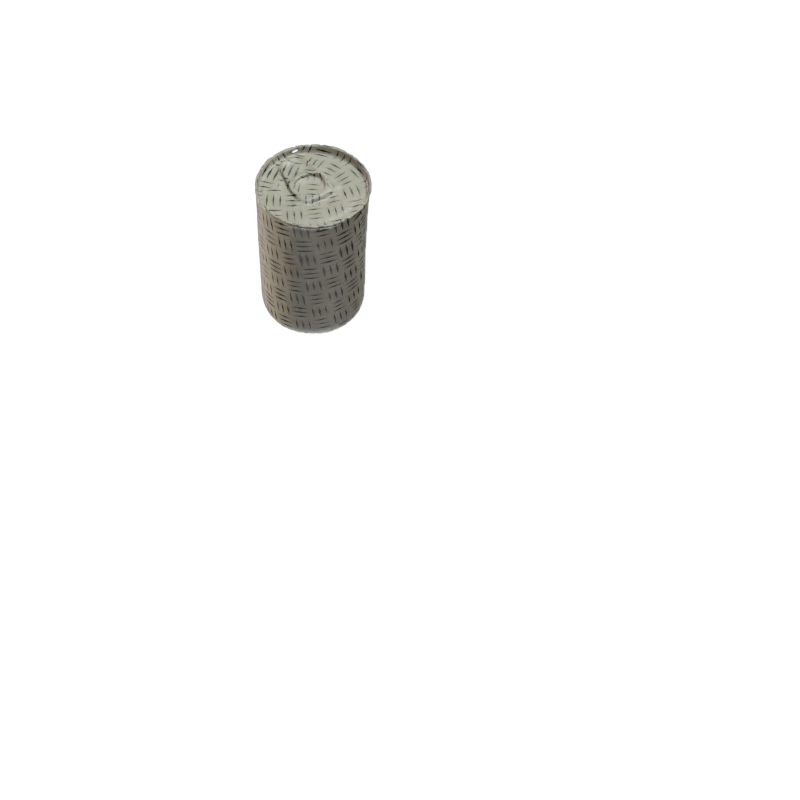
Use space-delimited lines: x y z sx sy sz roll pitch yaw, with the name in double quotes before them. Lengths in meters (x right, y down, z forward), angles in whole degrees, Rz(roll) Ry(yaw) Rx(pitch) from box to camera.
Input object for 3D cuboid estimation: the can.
"can" -0.053 -0.097 0.679 0.068 0.073 0.095 0 -37 -3
